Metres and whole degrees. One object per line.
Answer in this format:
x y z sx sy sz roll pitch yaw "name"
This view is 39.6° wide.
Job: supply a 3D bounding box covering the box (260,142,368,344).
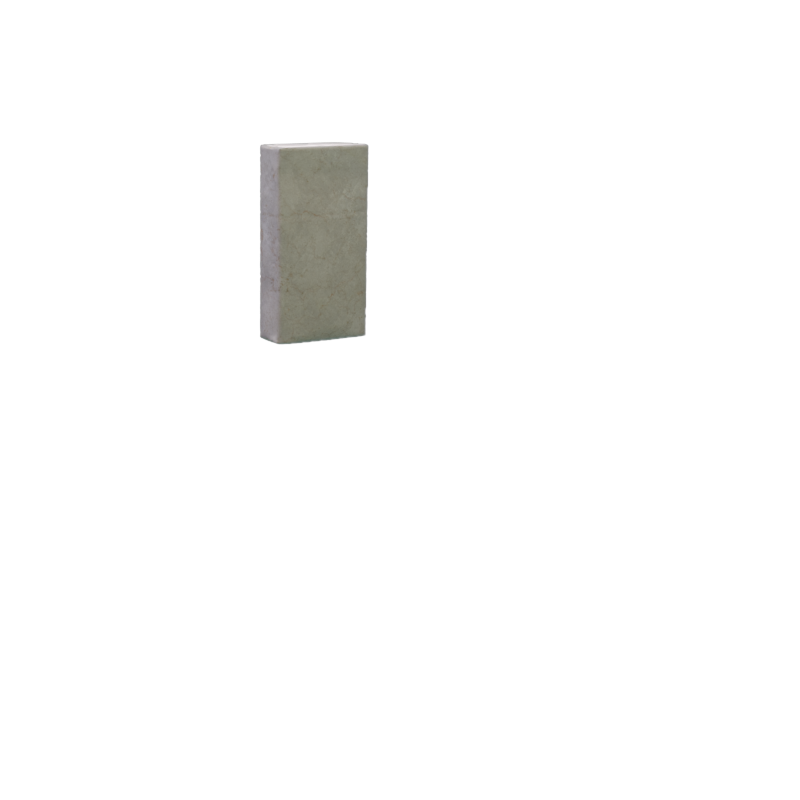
-0.078 -0.142 0.994 0.091 0.173 0.050 -5 9 -31 "box"
